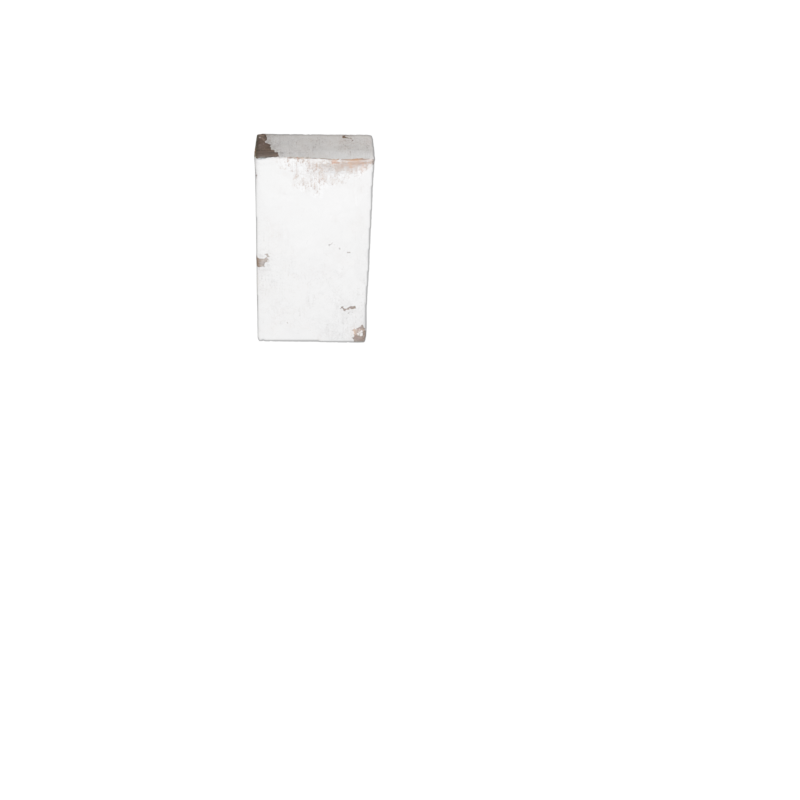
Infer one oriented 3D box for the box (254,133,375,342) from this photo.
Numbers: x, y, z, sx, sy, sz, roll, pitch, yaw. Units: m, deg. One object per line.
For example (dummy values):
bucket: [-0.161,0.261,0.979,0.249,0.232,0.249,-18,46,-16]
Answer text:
box: [-0.070,-0.127,0.890,0.093,0.165,0.051,1,39,-2]
